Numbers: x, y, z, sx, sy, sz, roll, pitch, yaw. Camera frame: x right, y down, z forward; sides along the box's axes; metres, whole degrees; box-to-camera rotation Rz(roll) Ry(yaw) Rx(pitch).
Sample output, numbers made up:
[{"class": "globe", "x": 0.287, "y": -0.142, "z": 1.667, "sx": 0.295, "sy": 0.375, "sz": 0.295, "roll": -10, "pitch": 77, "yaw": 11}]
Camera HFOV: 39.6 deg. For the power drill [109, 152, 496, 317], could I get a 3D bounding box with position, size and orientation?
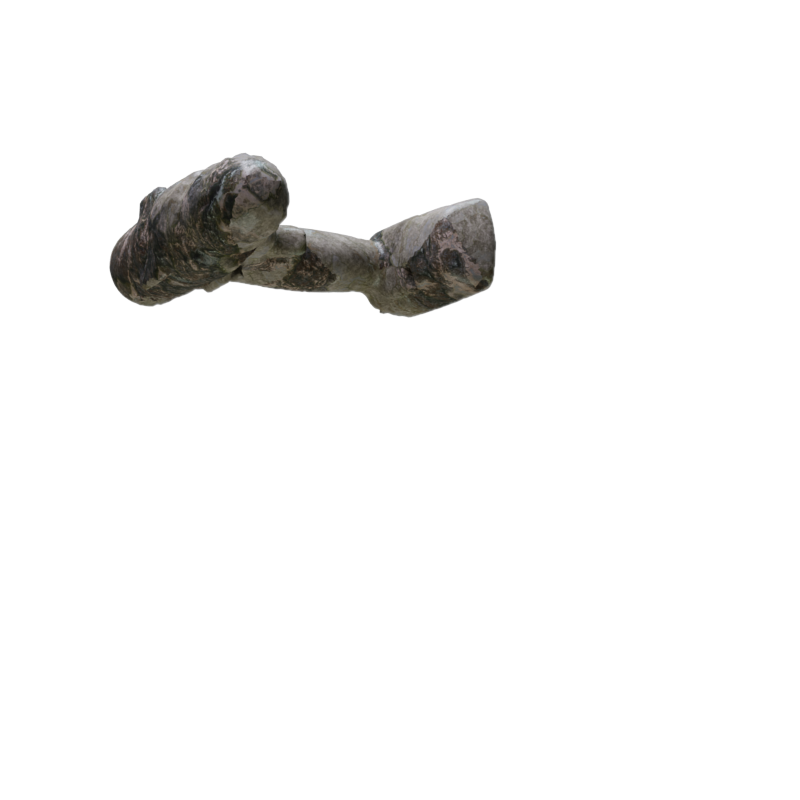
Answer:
[{"class": "power drill", "x": -0.046, "y": -0.084, "z": 0.591, "sx": 0.181, "sy": 0.059, "sz": 0.187, "roll": 3, "pitch": -6, "yaw": -28}]
